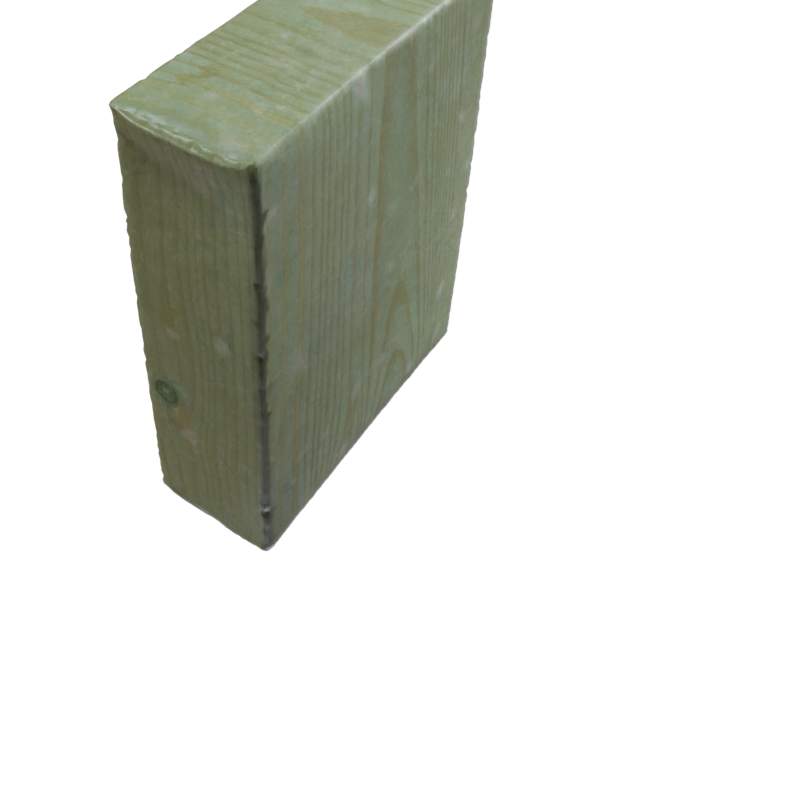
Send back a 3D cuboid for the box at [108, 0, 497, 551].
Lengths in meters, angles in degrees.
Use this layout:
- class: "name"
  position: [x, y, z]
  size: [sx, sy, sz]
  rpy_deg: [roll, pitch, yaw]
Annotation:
- class: "box"
  position: [-0.037, -0.067, 0.471]
  size: [0.075, 0.199, 0.168]
  rpy_deg: [25, 50, 19]
